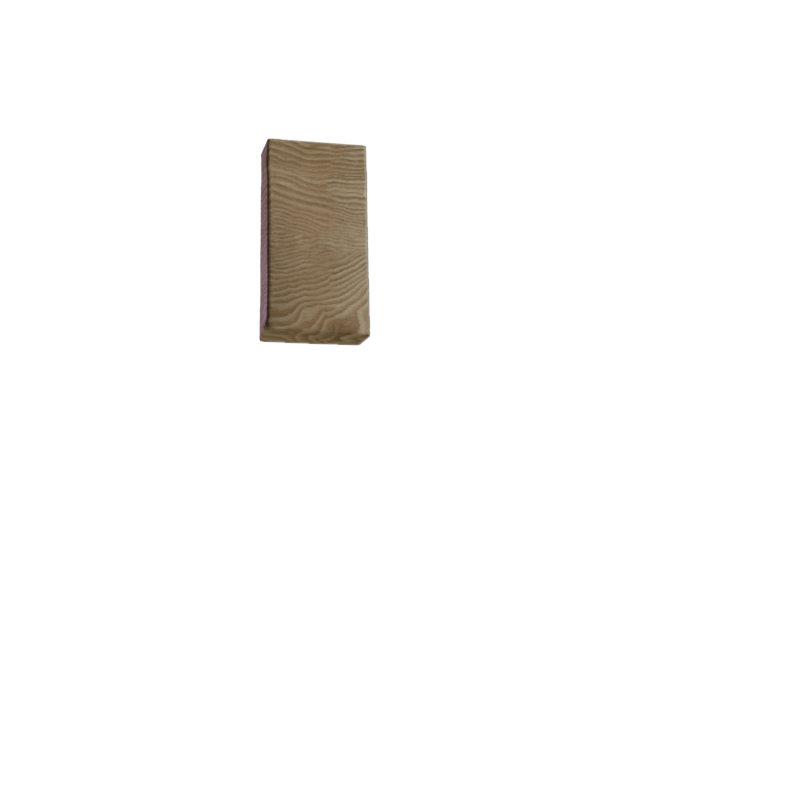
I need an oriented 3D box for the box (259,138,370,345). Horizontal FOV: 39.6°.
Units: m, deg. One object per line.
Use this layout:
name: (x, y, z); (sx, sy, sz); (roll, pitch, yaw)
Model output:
box: (-0.076, -0.139, 0.977); (0.092, 0.184, 0.047); (3, -19, -12)
